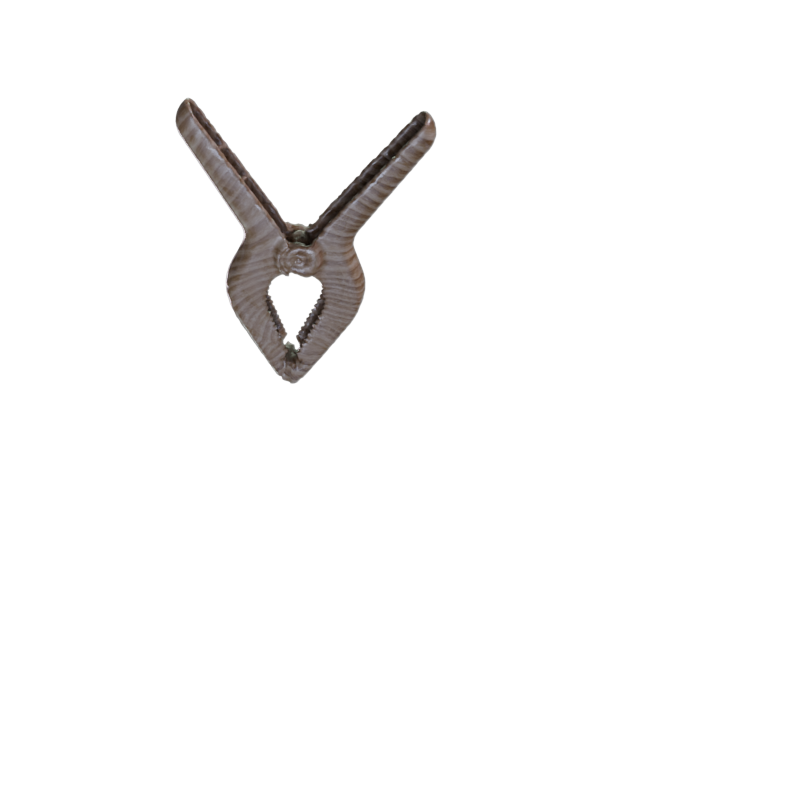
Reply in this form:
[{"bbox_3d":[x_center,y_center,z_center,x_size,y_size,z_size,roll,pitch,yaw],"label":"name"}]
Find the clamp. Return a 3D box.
[{"bbox_3d":[-0.058,-0.106,0.742,0.165,0.197,0.039,-2,30,1],"label":"clamp"}]
